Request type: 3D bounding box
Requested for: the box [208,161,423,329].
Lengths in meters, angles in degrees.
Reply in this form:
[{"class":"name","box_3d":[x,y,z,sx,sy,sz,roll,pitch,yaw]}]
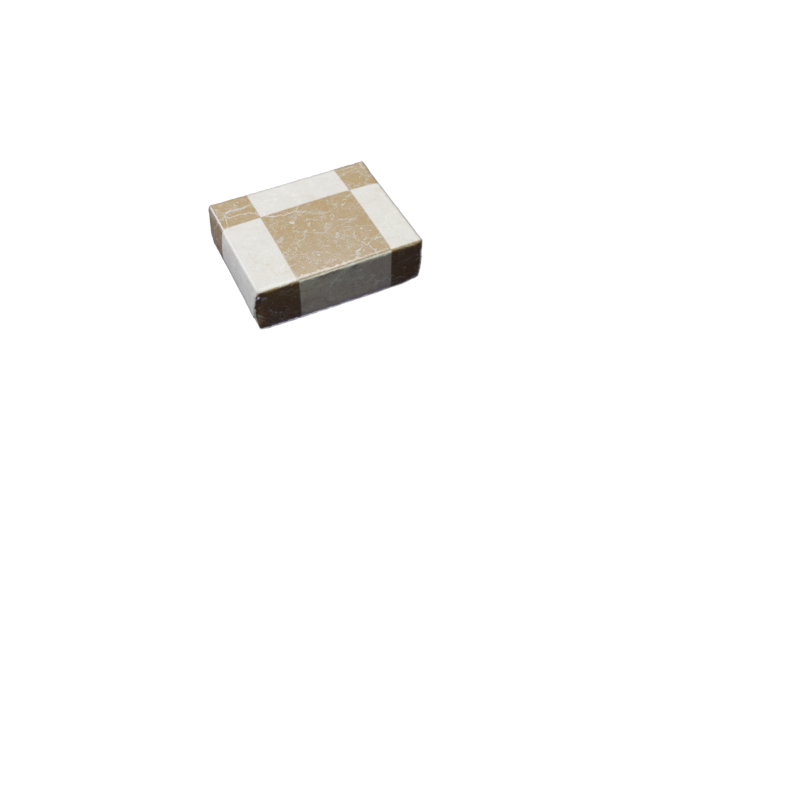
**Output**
[{"class":"box","box_3d":[-0.055,-0.101,0.707,0.112,0.036,0.097,-18,49,-17]}]
